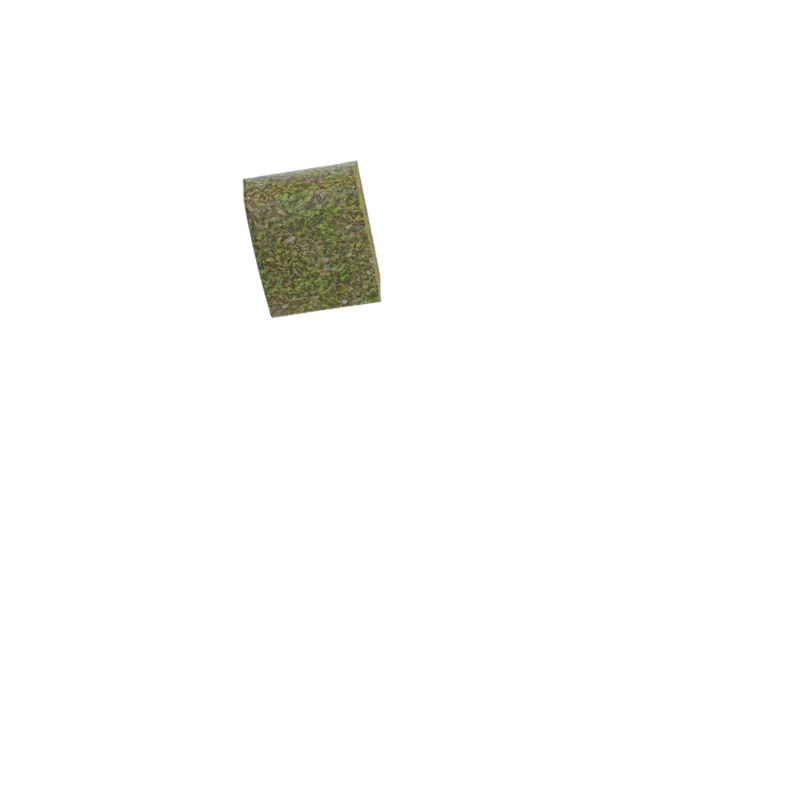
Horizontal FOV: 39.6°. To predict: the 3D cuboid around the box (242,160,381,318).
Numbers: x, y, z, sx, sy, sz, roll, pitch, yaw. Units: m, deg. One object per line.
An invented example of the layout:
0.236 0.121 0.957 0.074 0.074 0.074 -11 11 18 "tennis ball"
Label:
-0.067 -0.121 0.850 0.090 0.105 0.042 -8 36 5 "box"
